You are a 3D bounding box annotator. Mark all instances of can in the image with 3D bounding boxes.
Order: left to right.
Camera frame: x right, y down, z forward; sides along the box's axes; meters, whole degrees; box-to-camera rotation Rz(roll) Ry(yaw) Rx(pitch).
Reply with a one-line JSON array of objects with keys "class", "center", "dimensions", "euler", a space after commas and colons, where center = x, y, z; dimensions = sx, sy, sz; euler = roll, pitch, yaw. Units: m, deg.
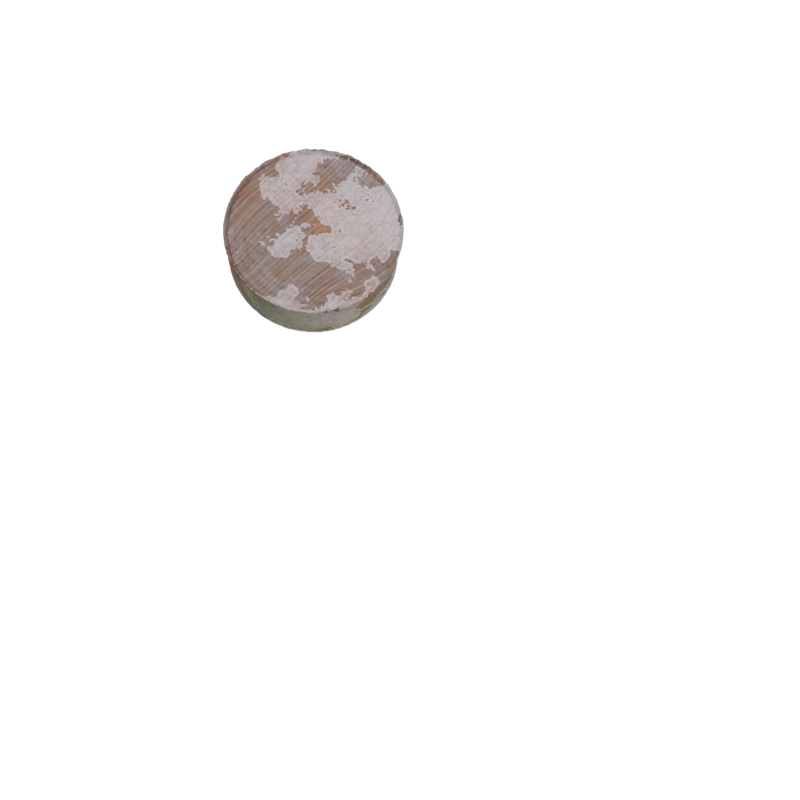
[{"class": "can", "center": [-0.042, -0.077, 0.541], "dimensions": [0.086, 0.090, 0.032], "euler": [-1, -22, -1]}]
